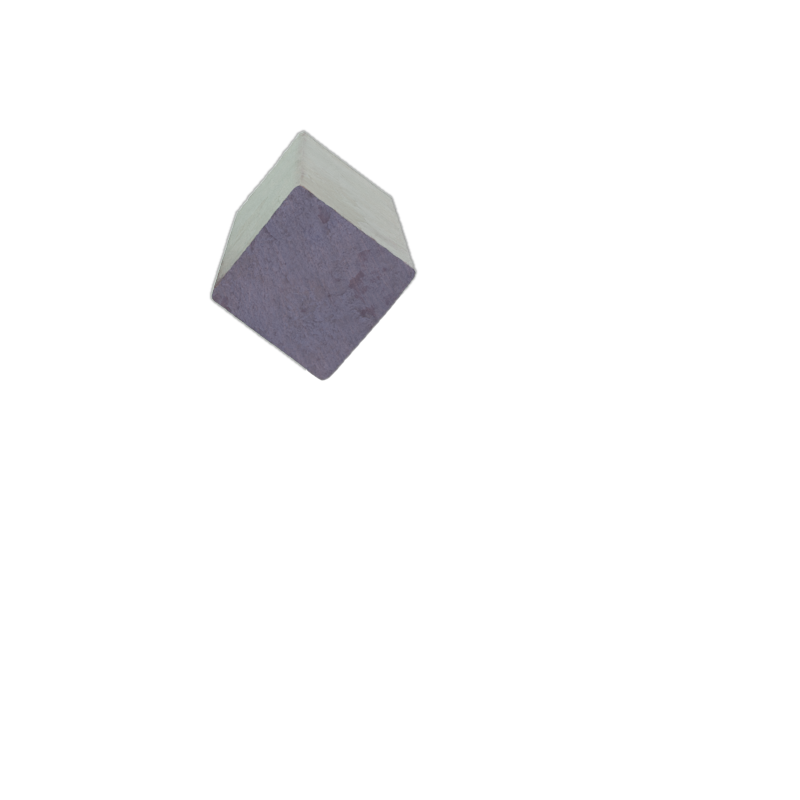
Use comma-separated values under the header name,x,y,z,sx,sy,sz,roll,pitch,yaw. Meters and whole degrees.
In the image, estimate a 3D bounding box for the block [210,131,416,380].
name,x,y,z,sx,sy,sz,roll,pitch,yaw
block,-0.059,-0.106,0.747,0.088,0.089,0.215,36,15,-16
